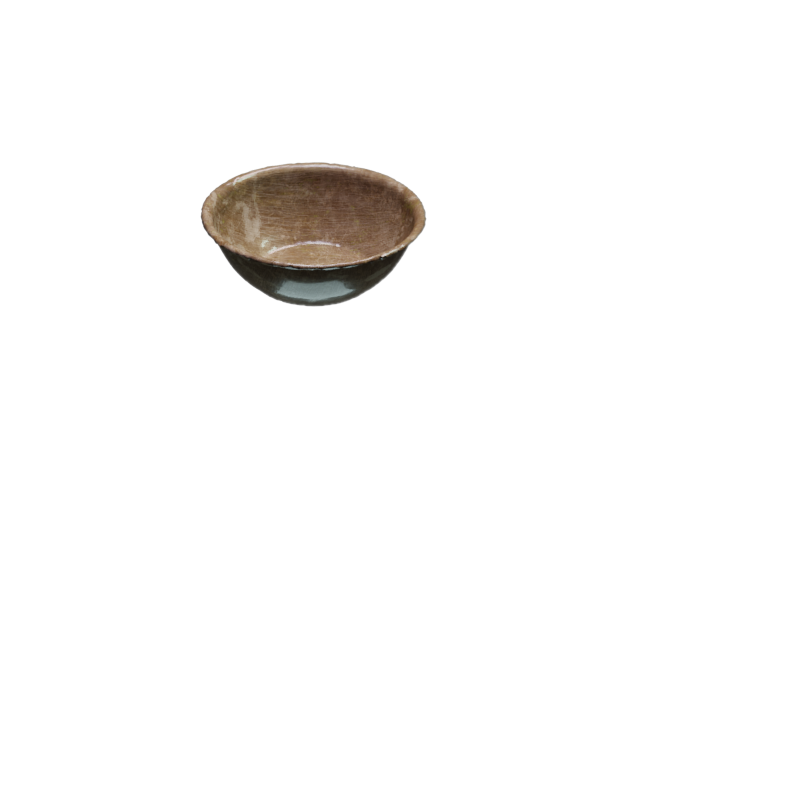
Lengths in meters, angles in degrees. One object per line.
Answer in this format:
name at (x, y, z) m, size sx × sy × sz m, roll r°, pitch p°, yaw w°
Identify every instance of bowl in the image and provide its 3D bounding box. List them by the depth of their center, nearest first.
bowl at (-0.063, -0.115, 0.807) m, size 0.162 × 0.052 × 0.173 m, roll -1°, pitch 35°, yaw -2°
